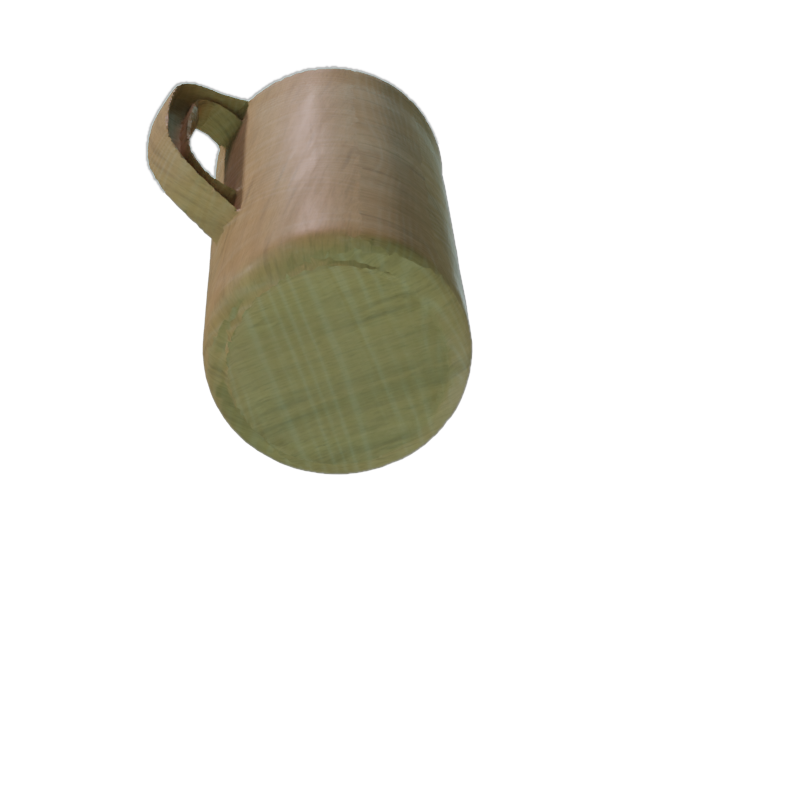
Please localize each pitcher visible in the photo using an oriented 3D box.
[{"bbox_3d":[-0.042,-0.077,0.542,0.149,0.137,0.257,-10,27,2],"label":"pitcher"}]
